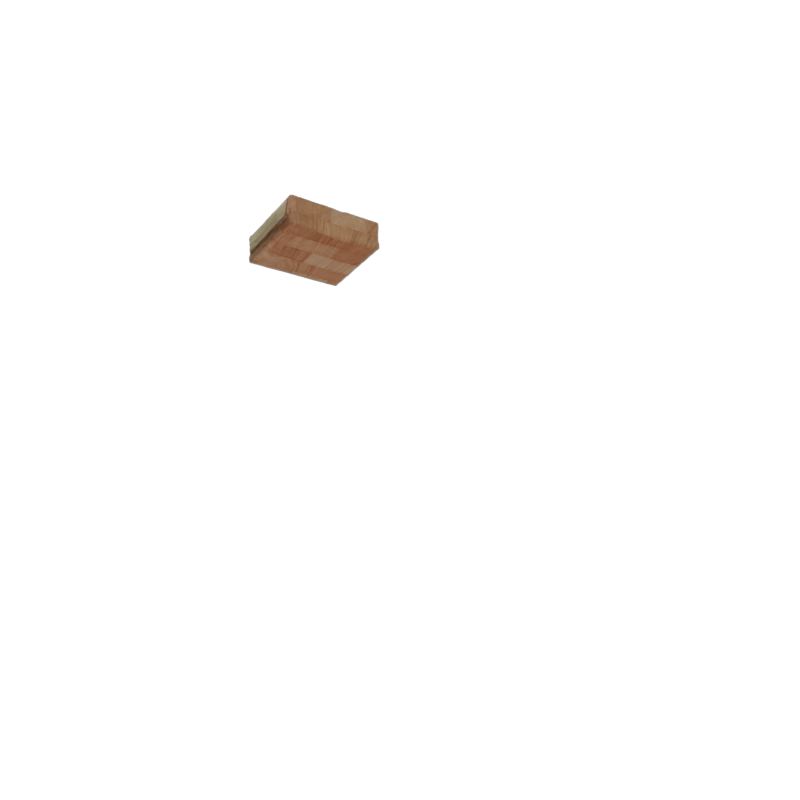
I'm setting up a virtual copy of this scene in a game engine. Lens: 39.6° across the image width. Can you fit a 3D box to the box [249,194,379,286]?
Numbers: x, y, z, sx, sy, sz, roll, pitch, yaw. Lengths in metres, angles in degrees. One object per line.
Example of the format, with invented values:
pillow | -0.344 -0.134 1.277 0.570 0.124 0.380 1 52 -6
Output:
box | -0.074 -0.134 0.940 0.085 0.032 0.072 15 -31 -27
